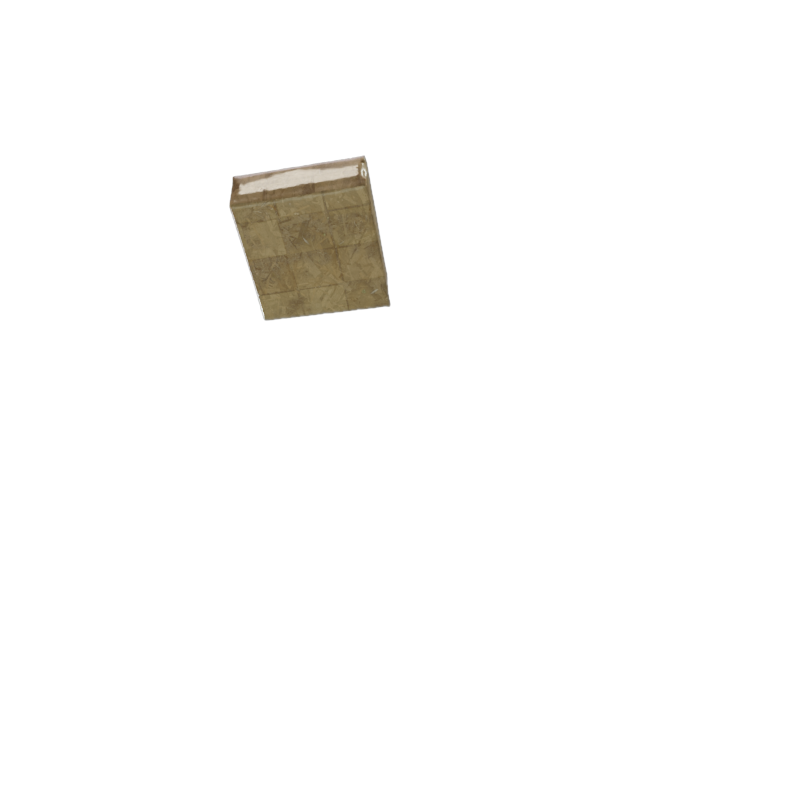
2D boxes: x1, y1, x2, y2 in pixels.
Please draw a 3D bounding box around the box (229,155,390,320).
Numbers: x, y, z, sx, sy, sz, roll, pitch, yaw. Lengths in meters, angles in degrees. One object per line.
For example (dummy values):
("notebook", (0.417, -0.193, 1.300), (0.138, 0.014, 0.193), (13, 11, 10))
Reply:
("box", (-0.047, -0.086, 0.607), (0.073, 0.082, 0.032), (-7, 43, 6))
